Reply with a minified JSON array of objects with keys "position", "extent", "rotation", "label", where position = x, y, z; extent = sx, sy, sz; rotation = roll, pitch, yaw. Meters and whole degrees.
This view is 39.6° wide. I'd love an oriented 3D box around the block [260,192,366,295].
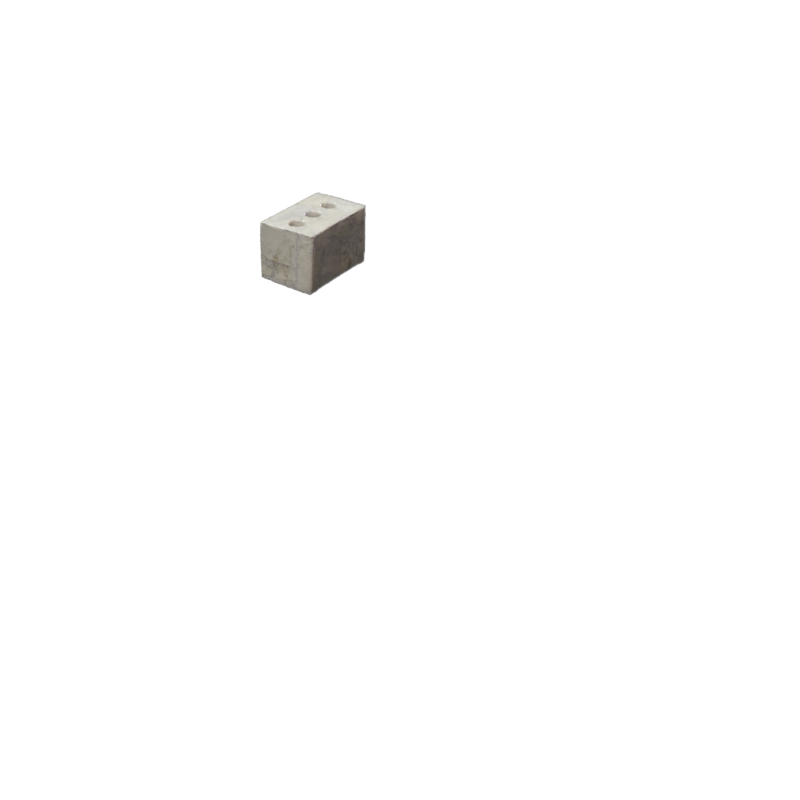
[{"position":[-0.070,-0.128,0.899],"extent":[0.055,0.048,0.079],"rotation":[18,35,28],"label":"block"}]
